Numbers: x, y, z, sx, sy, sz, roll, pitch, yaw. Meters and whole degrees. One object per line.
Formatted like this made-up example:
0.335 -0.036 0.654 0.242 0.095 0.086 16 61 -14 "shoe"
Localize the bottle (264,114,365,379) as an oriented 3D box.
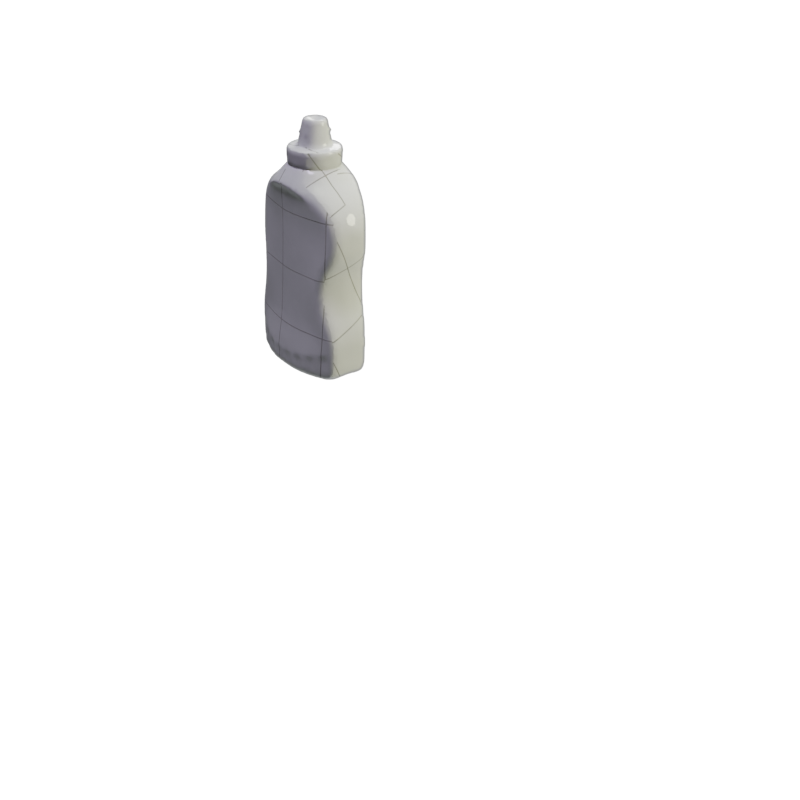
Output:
-0.065 -0.119 0.830 0.057 0.182 0.103 -14 29 -32 "bottle"
